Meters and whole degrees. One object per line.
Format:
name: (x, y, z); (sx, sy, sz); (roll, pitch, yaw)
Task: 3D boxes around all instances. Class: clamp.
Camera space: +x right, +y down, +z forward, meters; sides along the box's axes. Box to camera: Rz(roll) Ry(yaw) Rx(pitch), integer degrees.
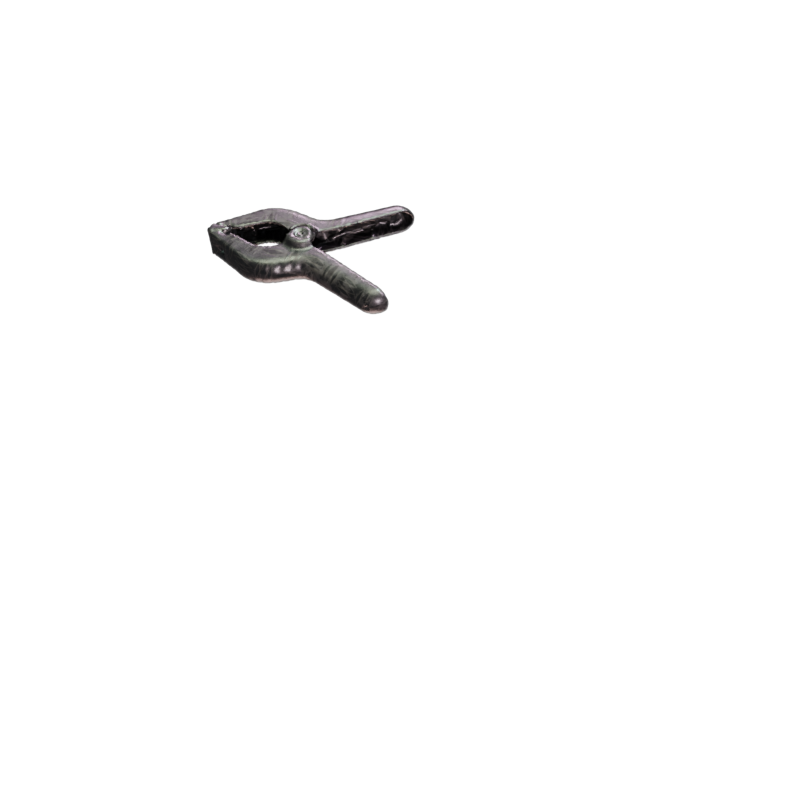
clamp: (-0.072, -0.132, 0.926); (0.177, 0.037, 0.125); (15, 43, 17)
